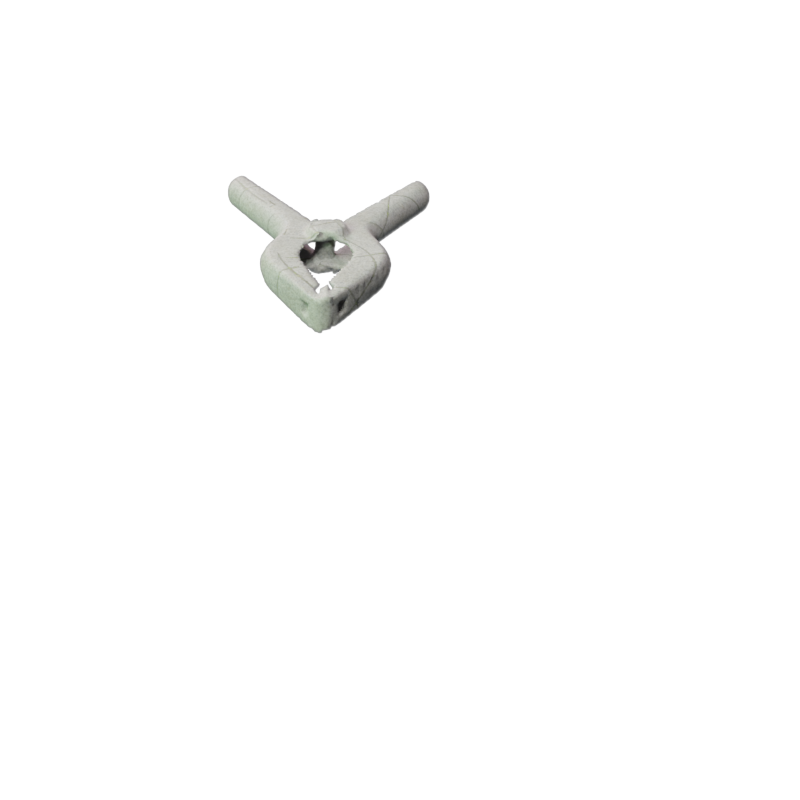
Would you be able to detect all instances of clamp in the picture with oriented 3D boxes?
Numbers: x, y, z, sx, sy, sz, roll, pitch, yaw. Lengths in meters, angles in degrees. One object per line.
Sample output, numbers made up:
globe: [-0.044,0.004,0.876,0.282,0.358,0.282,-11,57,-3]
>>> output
clamp: [-0.066,-0.120,0.839,0.166,0.034,0.221,3,34,5]
